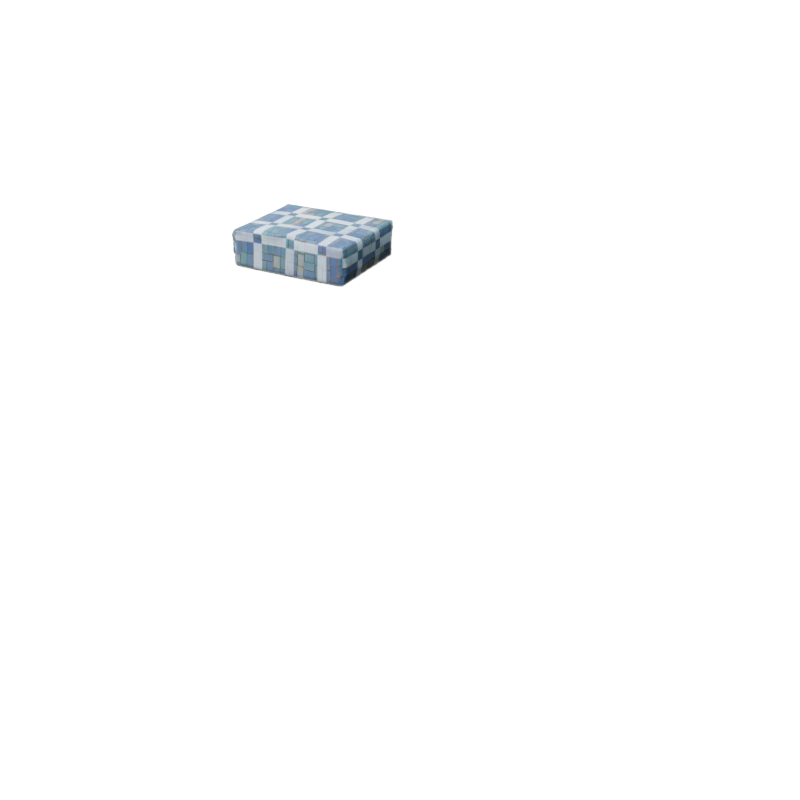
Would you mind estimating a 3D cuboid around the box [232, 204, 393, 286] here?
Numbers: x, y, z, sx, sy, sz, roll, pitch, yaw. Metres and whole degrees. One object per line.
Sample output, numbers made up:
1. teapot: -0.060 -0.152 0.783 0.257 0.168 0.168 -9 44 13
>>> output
1. box: -0.061 -0.110 0.773 0.093 0.029 0.073 13 28 26
